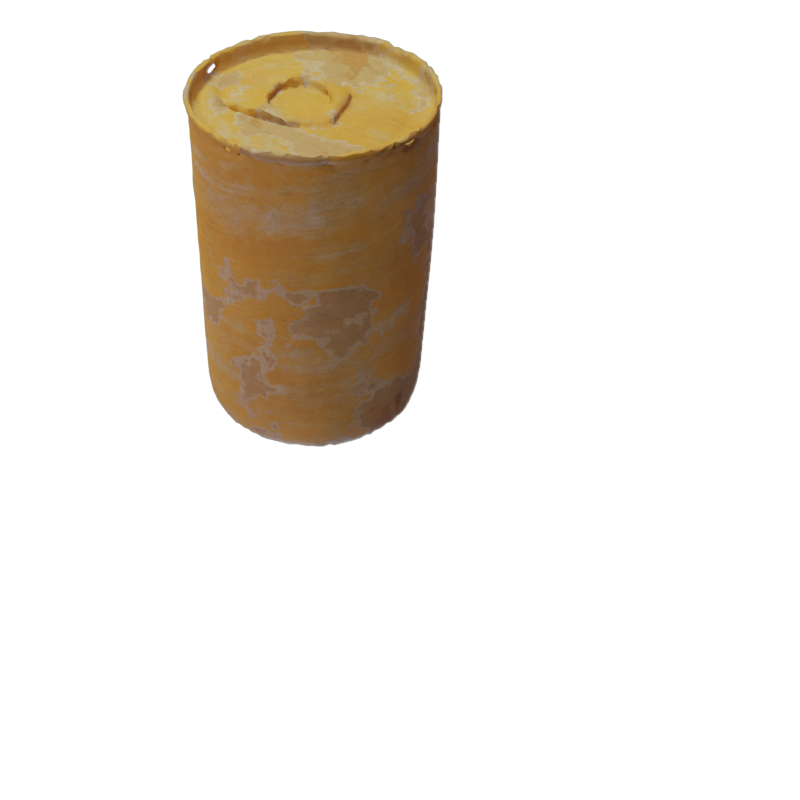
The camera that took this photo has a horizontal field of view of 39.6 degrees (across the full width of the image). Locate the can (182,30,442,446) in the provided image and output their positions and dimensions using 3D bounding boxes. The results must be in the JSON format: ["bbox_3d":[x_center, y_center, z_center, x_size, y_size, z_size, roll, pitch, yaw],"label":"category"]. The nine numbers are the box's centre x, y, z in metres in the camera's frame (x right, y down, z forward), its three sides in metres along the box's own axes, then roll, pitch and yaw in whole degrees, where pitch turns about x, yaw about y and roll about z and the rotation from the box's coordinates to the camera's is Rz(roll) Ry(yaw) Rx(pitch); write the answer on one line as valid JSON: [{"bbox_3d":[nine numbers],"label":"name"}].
[{"bbox_3d":[-0.025,-0.046,0.320,0.068,0.095,0.073,0,41,-3],"label":"can"}]
